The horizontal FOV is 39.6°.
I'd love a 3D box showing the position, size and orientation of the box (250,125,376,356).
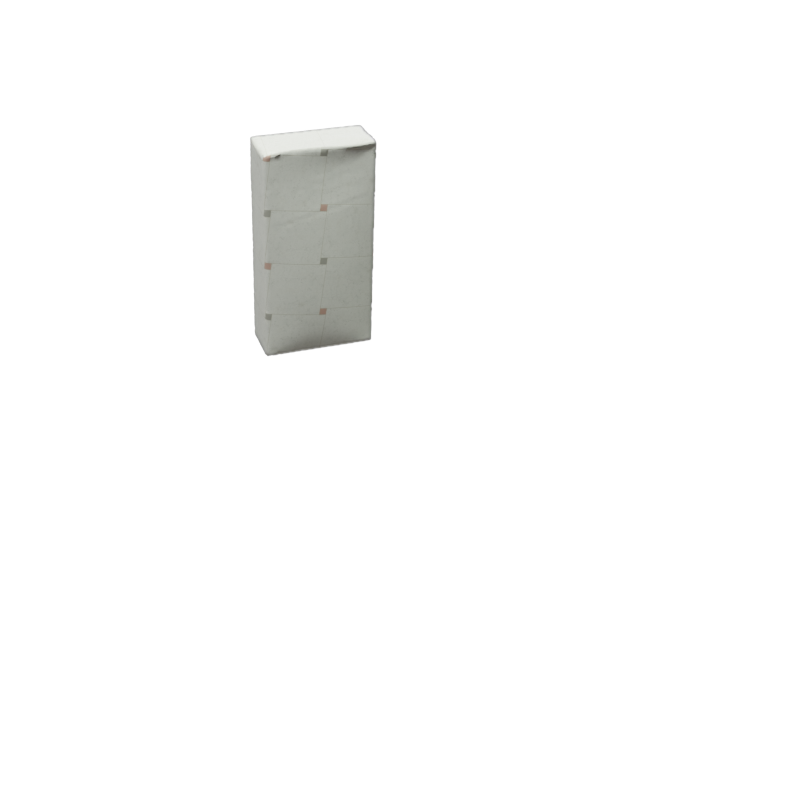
[{"bbox_3d":[-0.069,-0.126,0.881,0.092,0.166,0.052,-9,32,-17],"label":"box"}]
